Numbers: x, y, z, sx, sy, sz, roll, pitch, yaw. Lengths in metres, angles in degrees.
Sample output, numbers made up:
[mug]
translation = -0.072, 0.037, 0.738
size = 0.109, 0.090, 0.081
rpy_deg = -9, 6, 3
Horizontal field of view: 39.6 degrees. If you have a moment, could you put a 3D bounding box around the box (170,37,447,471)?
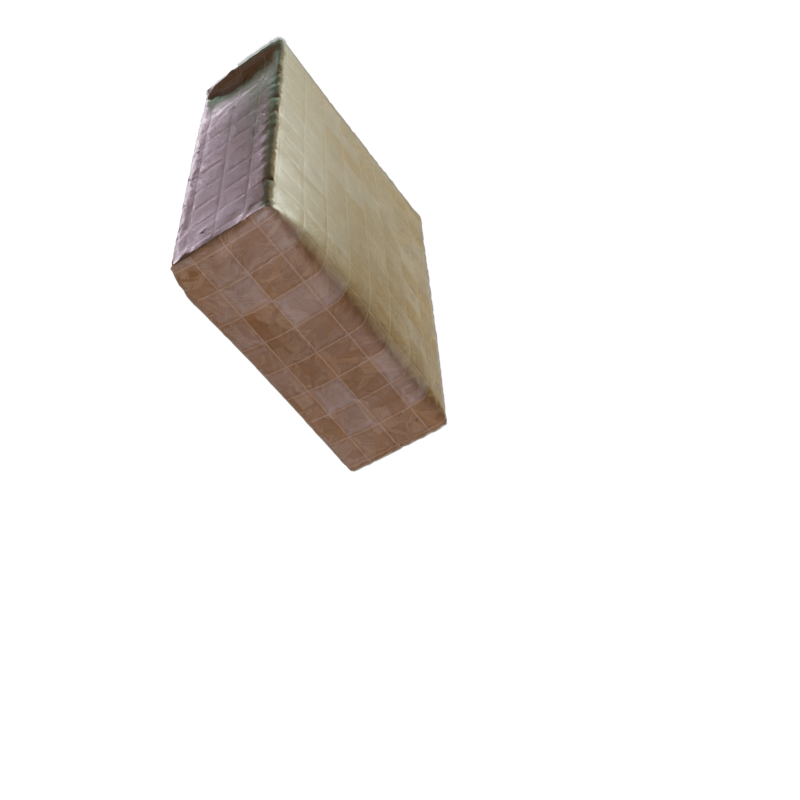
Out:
[box]
translation = -0.050, -0.092, 0.645
size = 0.072, 0.154, 0.229
rpy_deg = -30, 32, 18
